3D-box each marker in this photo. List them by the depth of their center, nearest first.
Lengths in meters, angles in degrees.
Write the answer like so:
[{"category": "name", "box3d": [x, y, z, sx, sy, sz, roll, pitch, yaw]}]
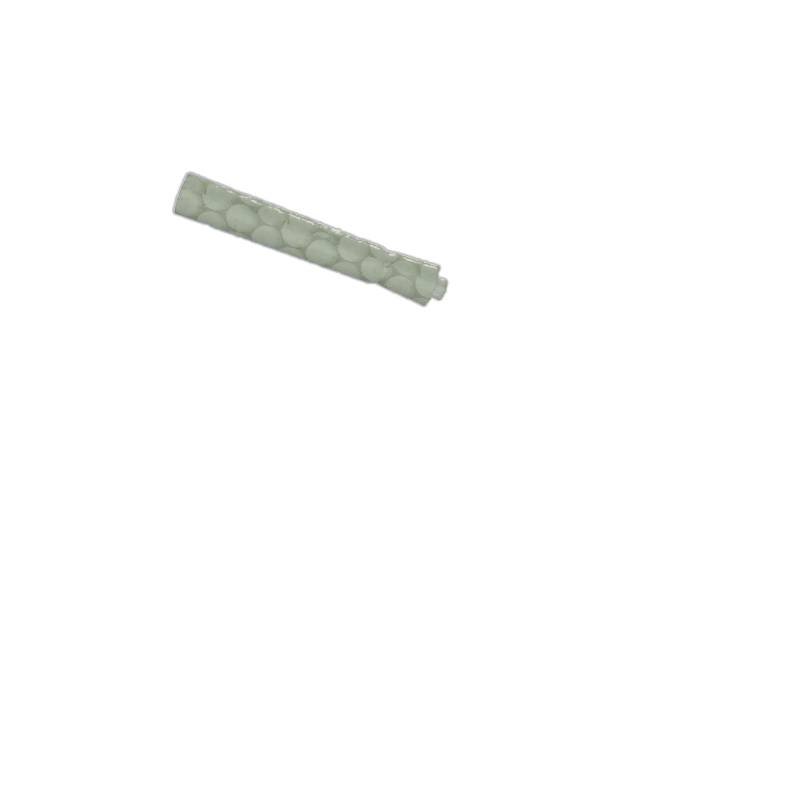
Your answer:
[{"category": "marker", "box3d": [-0.037, -0.068, 0.475, 0.120, 0.020, 0.020, 20, 2, -3]}]
